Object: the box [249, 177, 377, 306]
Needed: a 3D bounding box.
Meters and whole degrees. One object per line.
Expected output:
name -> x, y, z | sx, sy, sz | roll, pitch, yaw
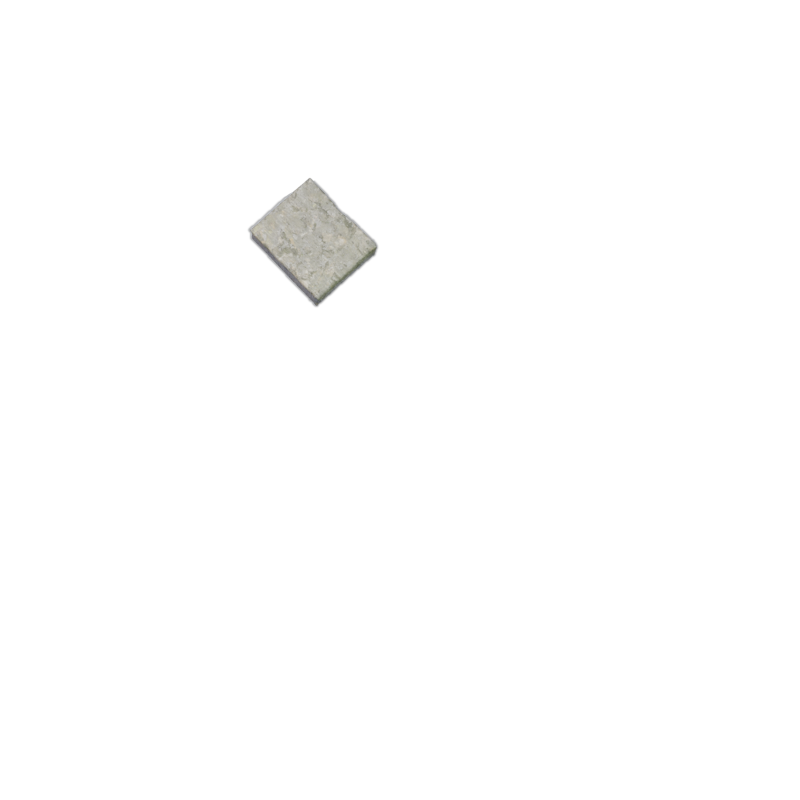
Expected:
box -> -0.076, -0.139, 0.976 | 0.074, 0.092, 0.029 | -42, -12, -11
